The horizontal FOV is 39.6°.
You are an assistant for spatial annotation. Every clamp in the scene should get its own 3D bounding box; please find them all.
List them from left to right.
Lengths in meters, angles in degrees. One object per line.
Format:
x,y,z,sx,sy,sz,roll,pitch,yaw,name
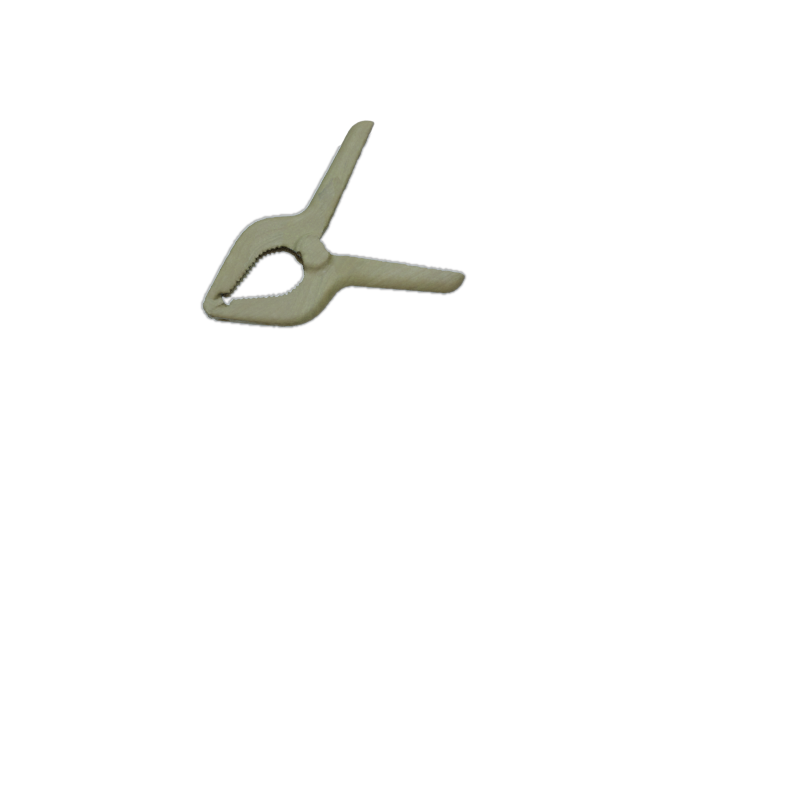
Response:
-0.072,-0.131,0.921,0.209,0.171,0.035,-22,-13,-6,clamp
